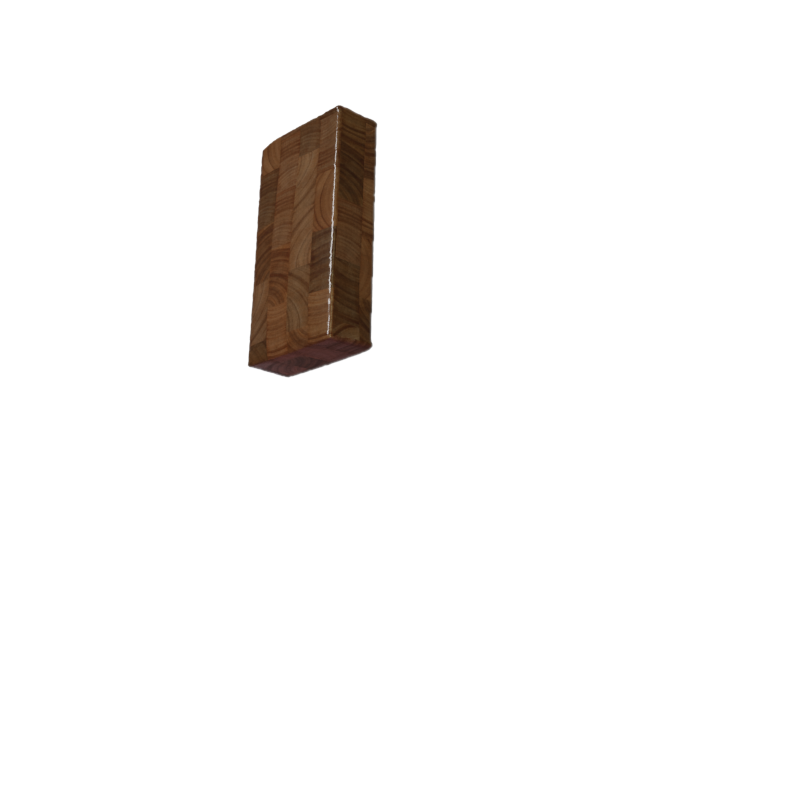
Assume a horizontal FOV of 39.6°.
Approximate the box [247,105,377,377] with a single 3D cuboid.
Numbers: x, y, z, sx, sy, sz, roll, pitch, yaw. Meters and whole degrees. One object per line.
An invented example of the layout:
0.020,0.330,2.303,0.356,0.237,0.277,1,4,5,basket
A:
-0.062,-0.113,0.792,0.045,0.185,0.094,18,-27,-40,box
